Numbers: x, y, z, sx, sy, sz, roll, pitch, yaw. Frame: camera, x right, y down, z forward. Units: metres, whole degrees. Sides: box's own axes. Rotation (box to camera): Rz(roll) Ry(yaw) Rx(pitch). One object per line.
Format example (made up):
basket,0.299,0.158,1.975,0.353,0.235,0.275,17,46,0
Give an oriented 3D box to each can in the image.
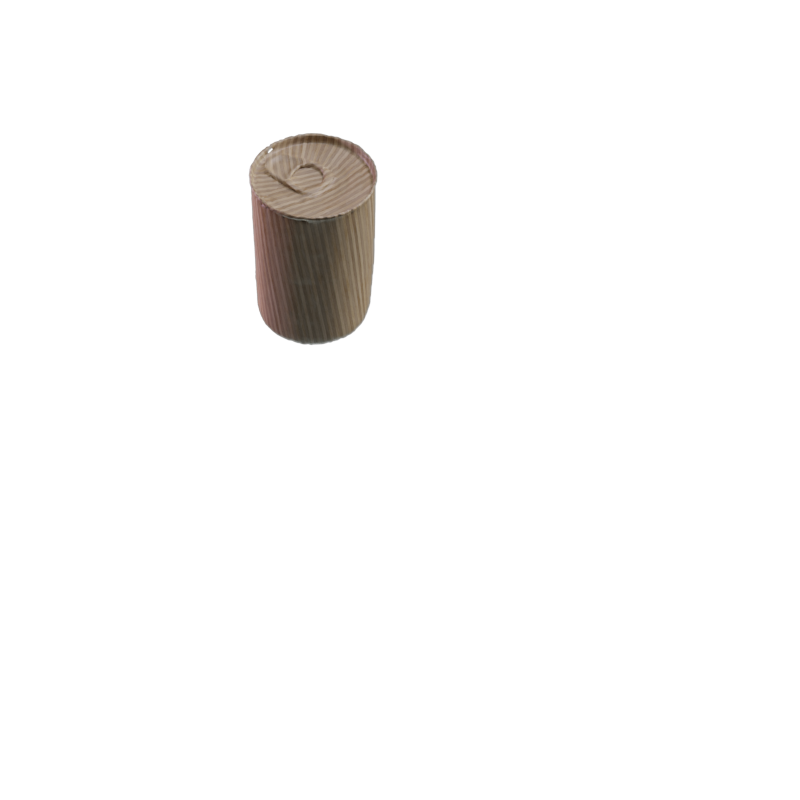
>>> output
can,-0.048,-0.088,0.619,0.068,0.074,0.095,0,-41,-3
